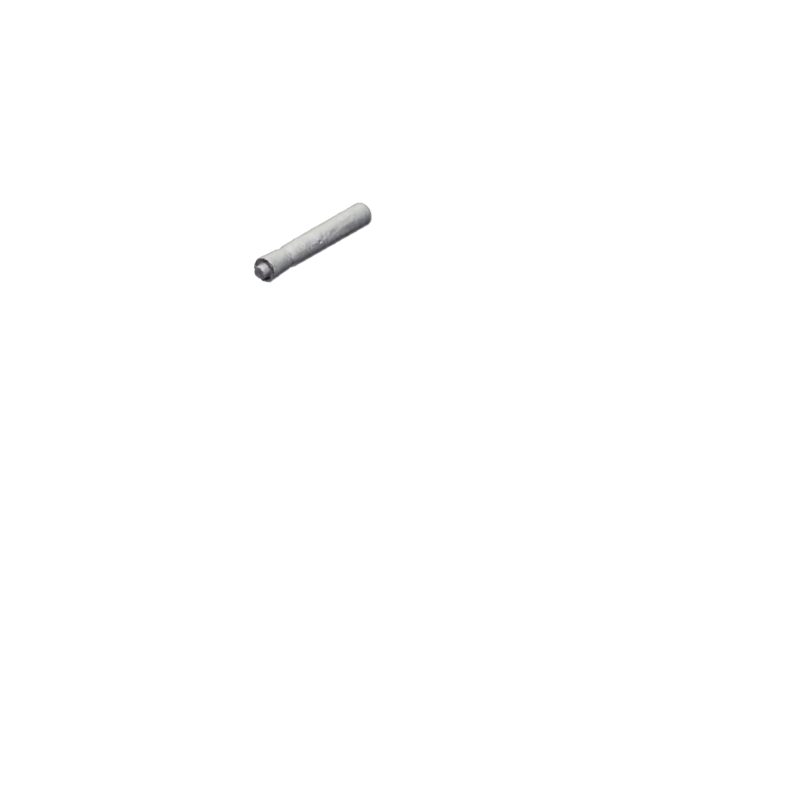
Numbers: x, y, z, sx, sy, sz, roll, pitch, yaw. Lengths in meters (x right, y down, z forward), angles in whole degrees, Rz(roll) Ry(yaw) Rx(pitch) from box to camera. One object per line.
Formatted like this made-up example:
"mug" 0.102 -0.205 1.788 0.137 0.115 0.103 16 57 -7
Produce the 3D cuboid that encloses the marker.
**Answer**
"marker" -0.062 -0.114 0.797 0.021 0.019 0.122 3 28 38
